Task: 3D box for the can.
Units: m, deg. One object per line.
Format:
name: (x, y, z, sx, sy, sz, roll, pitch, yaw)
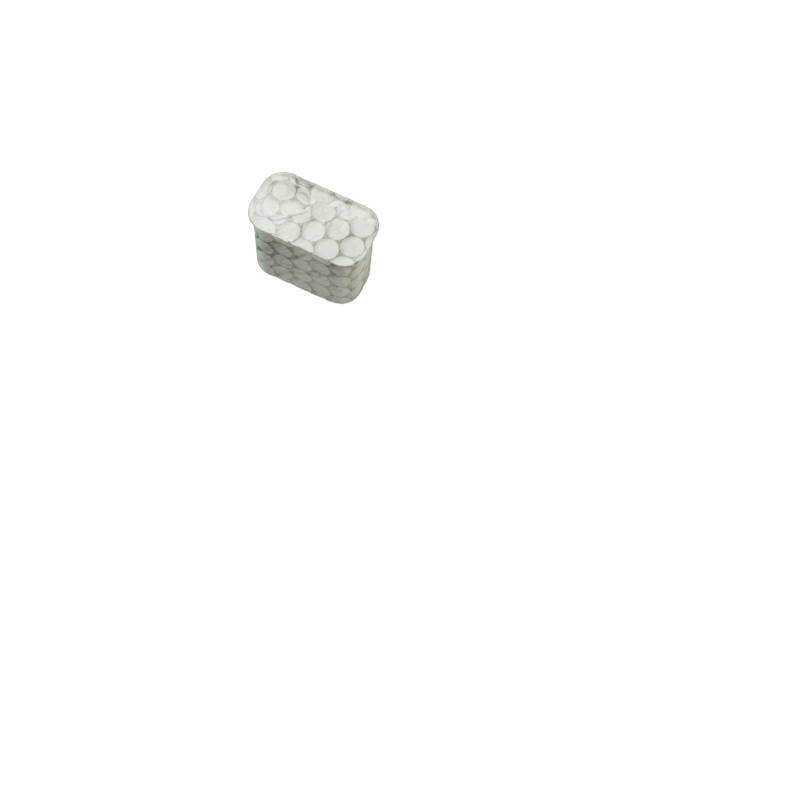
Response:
can: (-0.071, -0.130, 0.909, 0.104, 0.059, 0.079, 26, -22, 10)
